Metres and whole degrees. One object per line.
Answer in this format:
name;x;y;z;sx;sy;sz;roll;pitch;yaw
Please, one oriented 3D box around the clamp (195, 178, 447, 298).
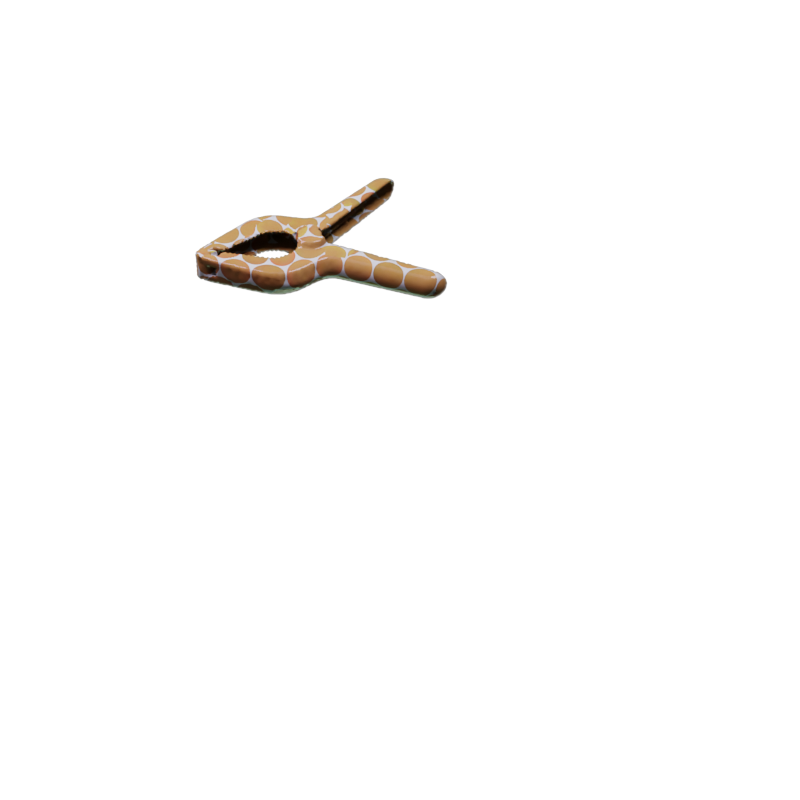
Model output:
clamp;-0.077;-0.141;0.989;0.208;0.034;0.177;-6;42;-6
